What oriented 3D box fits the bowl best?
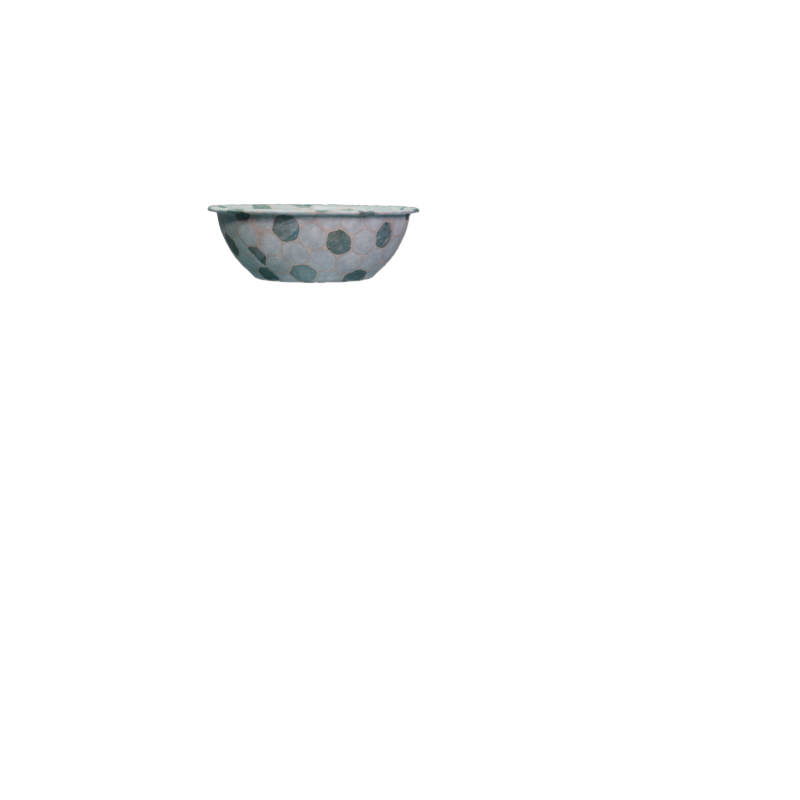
[{"bbox_3d":[-0.066,-0.121,0.845,0.162,0.054,0.165,0,11,-2],"label":"bowl"}]
